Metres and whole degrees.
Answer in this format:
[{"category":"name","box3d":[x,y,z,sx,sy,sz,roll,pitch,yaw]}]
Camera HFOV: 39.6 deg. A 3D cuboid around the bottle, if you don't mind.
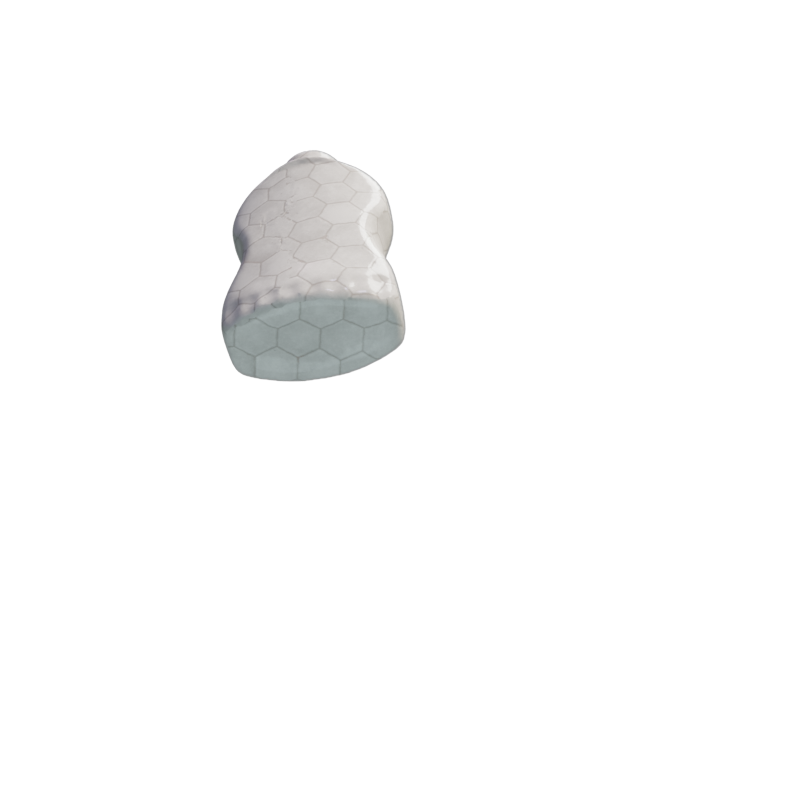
[{"category":"bottle","box3d":[-0.051,-0.094,0.657,0.096,0.054,0.205,-12,38,6]}]
